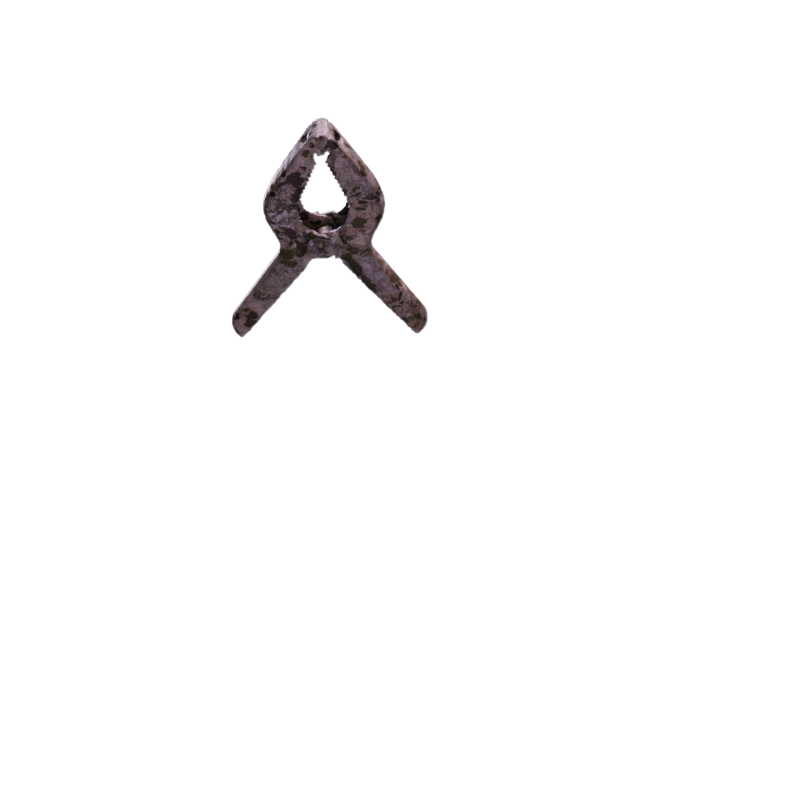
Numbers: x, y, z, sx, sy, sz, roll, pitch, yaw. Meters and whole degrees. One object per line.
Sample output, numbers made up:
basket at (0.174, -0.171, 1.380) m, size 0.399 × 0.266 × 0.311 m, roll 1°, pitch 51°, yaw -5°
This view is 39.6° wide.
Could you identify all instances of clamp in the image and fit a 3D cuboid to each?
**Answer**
clamp at (-0.070, -0.127, 0.888) m, size 0.165 × 0.195 × 0.039 m, roll -6°, pitch 40°, yaw 5°
